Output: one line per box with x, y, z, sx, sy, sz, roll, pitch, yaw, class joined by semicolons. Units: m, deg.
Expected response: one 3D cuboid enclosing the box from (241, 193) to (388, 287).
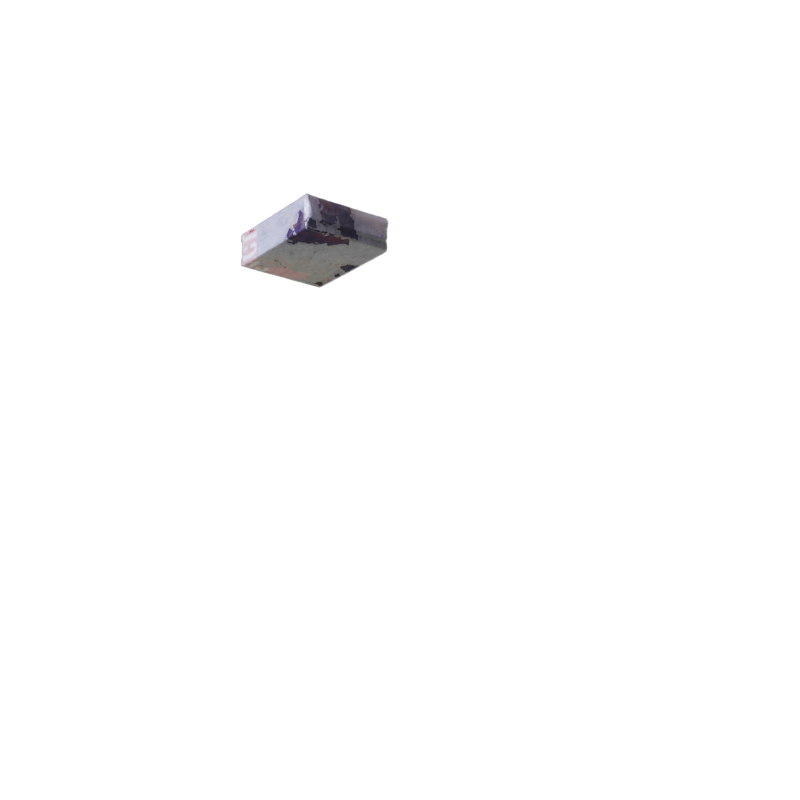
-0.063;-0.116;0.812;0.069;0.032;0.089;13;-22;-35;box
